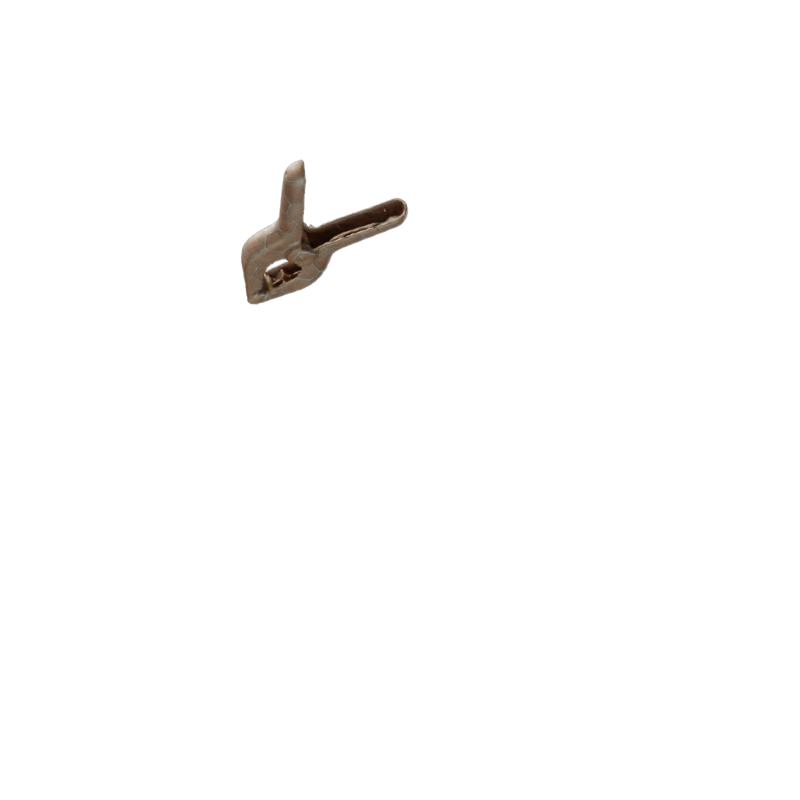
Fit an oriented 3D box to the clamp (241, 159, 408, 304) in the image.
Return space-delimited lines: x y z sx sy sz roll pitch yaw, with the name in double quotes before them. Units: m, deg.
"clamp" -0.076 -0.138 0.968 0.115 0.042 0.167 17 -38 -24
